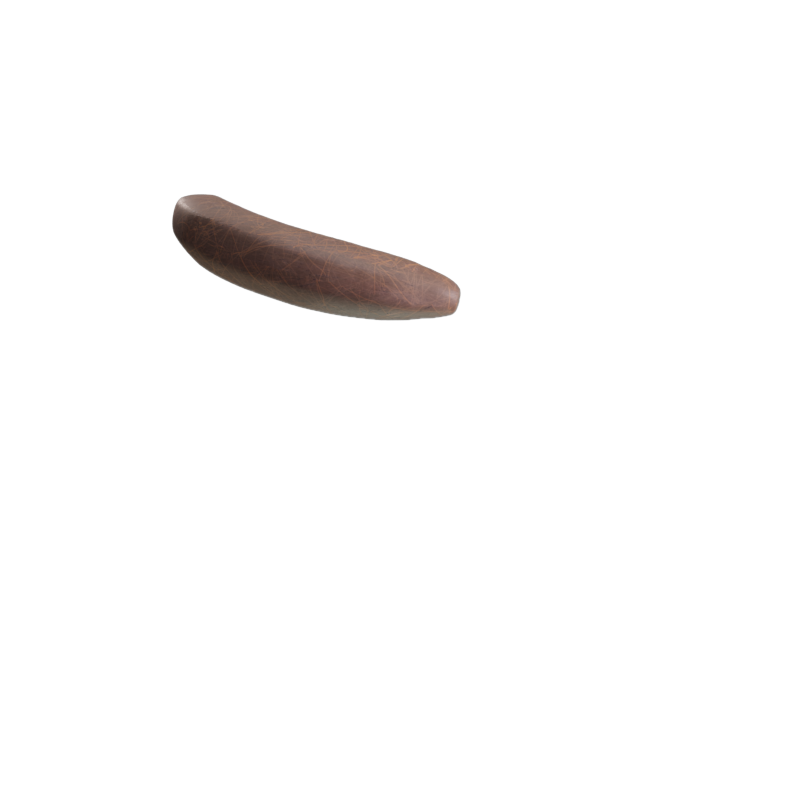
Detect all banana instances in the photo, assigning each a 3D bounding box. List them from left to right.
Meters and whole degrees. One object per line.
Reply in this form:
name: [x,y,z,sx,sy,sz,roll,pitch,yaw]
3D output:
banana: [-0.061,-0.078,0.570,0.069,0.035,0.211,-21,34,-37]
